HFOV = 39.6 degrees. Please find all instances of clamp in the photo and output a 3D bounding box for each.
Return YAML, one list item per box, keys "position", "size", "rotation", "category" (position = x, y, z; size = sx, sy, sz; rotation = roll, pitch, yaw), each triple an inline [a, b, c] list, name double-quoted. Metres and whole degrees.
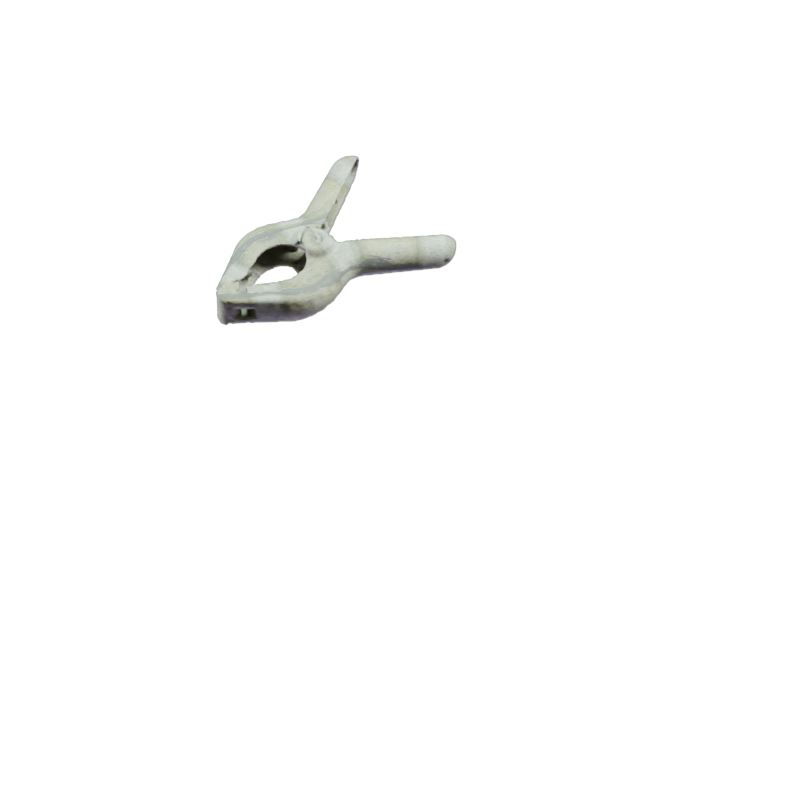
- position: [-0.061, -0.111, 0.776]
  size: [0.170, 0.036, 0.130]
  rotation: [-23, 50, -22]
  category: "clamp"
